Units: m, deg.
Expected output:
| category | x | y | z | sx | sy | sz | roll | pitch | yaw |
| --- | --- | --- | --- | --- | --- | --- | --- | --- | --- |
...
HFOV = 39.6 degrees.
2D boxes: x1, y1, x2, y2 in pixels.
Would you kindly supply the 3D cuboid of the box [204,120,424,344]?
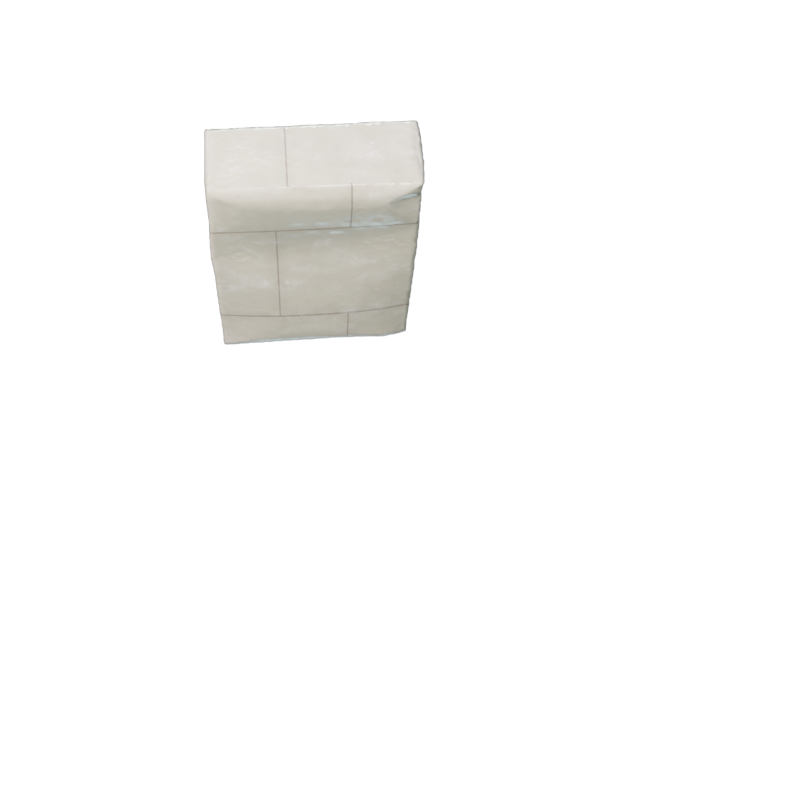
| category | x | y | z | sx | sy | sz | roll | pitch | yaw |
| --- | --- | --- | --- | --- | --- | --- | --- | --- | --- |
| box | -0.071 | -0.129 | 0.901 | 0.163 | 0.077 | 0.200 | -3 | -30 | -4 |
